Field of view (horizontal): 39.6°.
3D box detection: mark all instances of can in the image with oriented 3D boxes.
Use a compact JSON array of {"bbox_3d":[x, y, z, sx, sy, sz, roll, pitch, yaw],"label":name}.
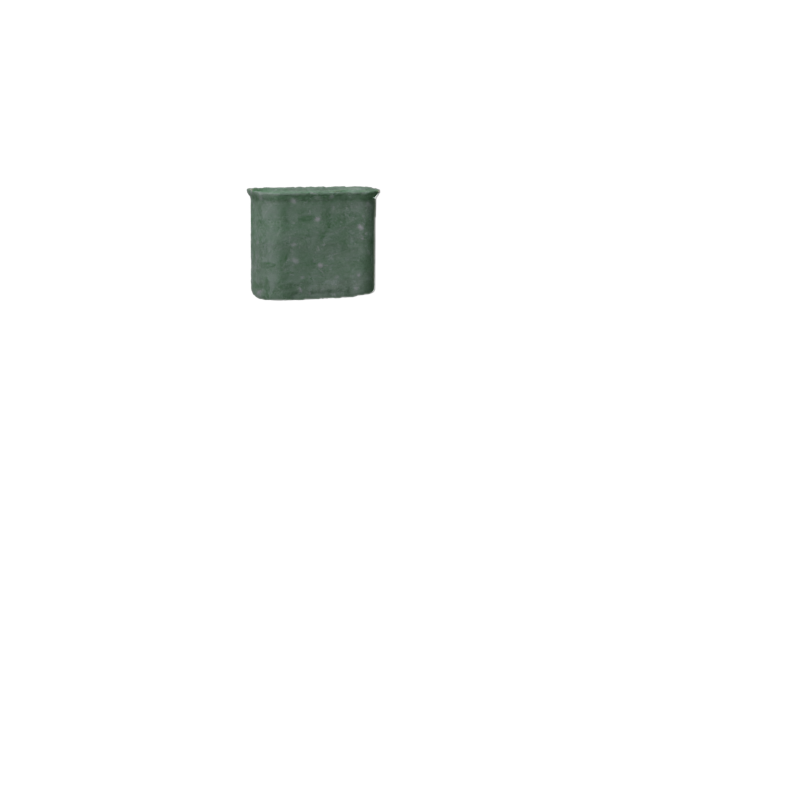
[{"bbox_3d":[-0.068,-0.124,0.871,0.100,0.082,0.060,-3,10,-17],"label":"can"}]
